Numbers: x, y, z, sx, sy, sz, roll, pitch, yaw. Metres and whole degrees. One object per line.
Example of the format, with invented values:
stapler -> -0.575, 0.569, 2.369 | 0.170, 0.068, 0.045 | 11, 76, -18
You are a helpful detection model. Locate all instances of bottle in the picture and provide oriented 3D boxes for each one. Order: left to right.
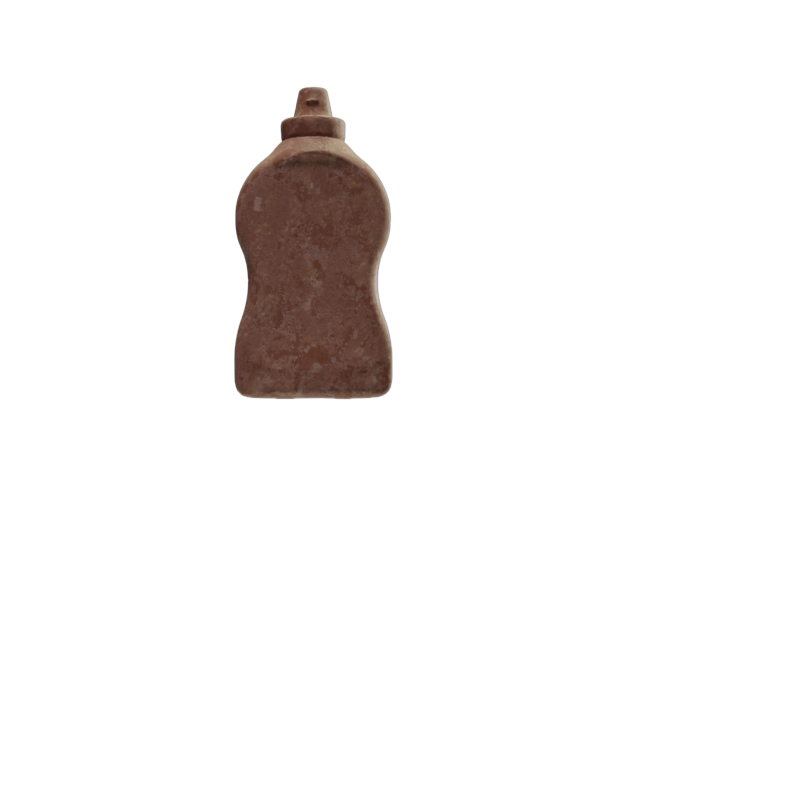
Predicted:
bottle -> -0.054, -0.098, 0.685 | 0.096, 0.195, 0.057 | 0, -6, 0
